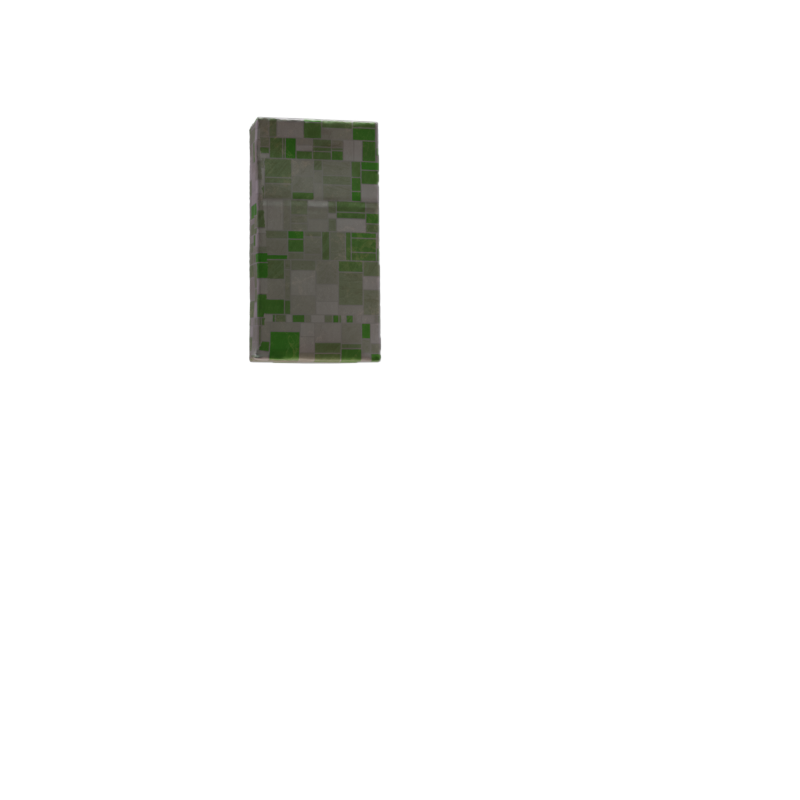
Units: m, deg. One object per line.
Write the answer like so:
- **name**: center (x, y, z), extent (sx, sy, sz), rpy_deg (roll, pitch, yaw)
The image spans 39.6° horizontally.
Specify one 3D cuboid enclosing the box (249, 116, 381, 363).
- **box**: center (-0.063, -0.116, 0.811), extent (0.092, 0.180, 0.048), rpy_deg (1, -8, -13)
